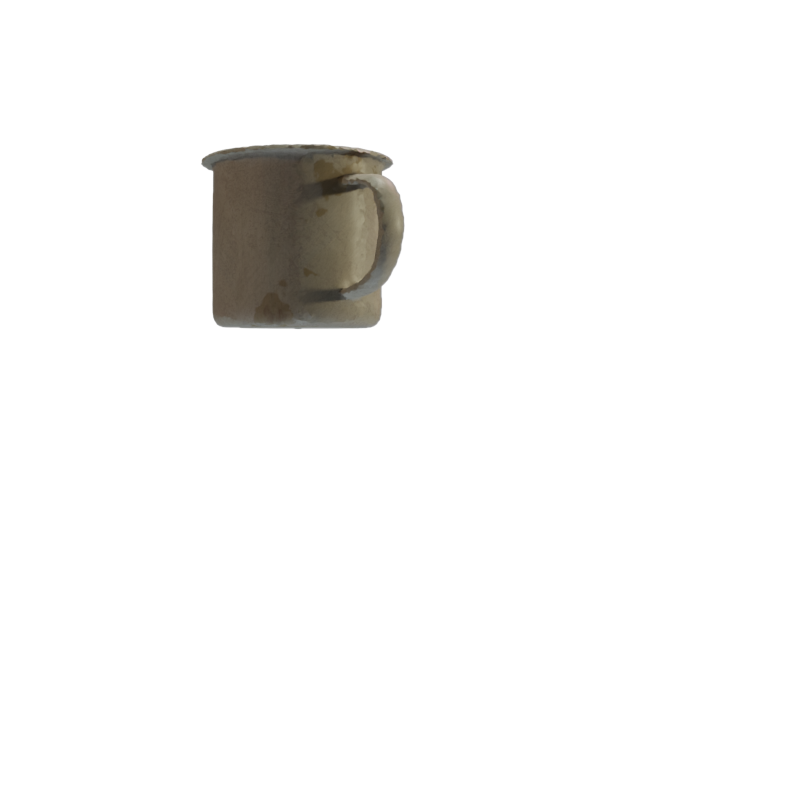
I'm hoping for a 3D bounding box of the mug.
[{"bbox_3d":[-0.041,-0.075,0.527,0.089,0.082,0.121,1,-1,-44],"label":"mug"}]
